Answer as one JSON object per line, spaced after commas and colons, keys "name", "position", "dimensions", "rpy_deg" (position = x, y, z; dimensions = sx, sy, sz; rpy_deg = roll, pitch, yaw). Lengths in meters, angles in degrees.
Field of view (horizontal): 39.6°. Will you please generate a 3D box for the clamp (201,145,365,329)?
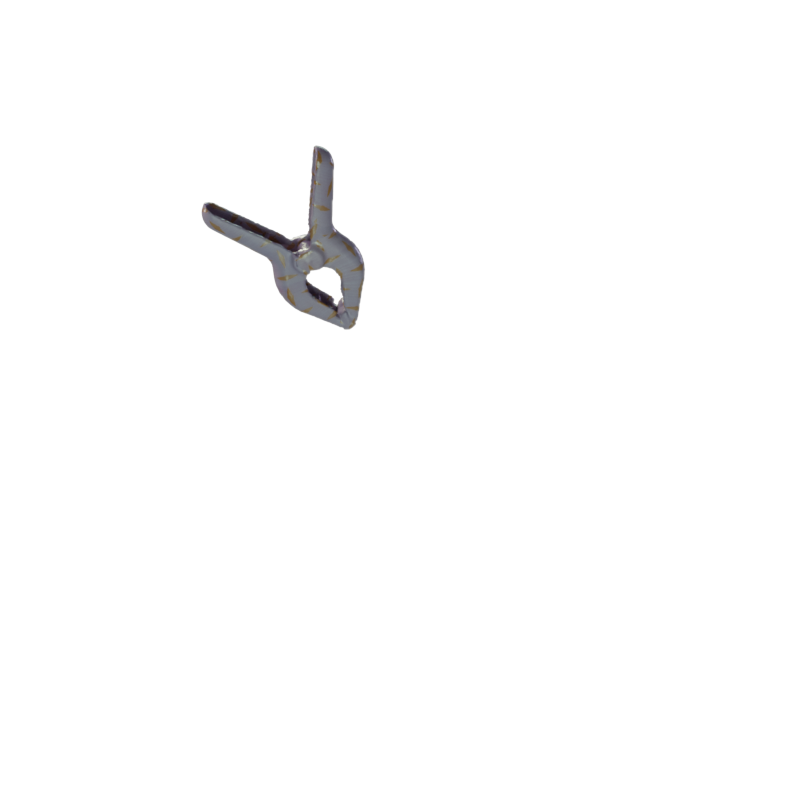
{"name": "clamp", "position": [-0.075, -0.136, 0.953], "dimensions": [0.120, 0.160, 0.042], "rpy_deg": [-30, 32, 21]}
